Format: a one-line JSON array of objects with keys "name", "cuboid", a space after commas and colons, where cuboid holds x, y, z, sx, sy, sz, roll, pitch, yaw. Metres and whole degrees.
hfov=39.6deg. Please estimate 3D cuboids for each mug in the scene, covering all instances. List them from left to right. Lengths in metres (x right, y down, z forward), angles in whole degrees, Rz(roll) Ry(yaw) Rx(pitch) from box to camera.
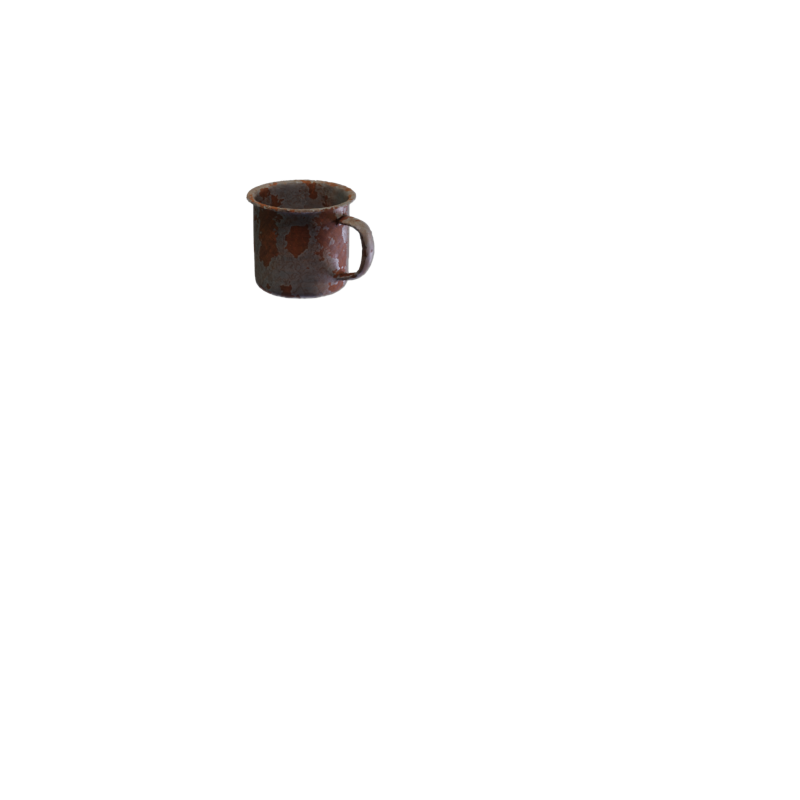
[{"name": "mug", "cuboid": [-0.074, -0.135, 0.942, 0.122, 0.078, 0.094, 13, 26, 27]}]
